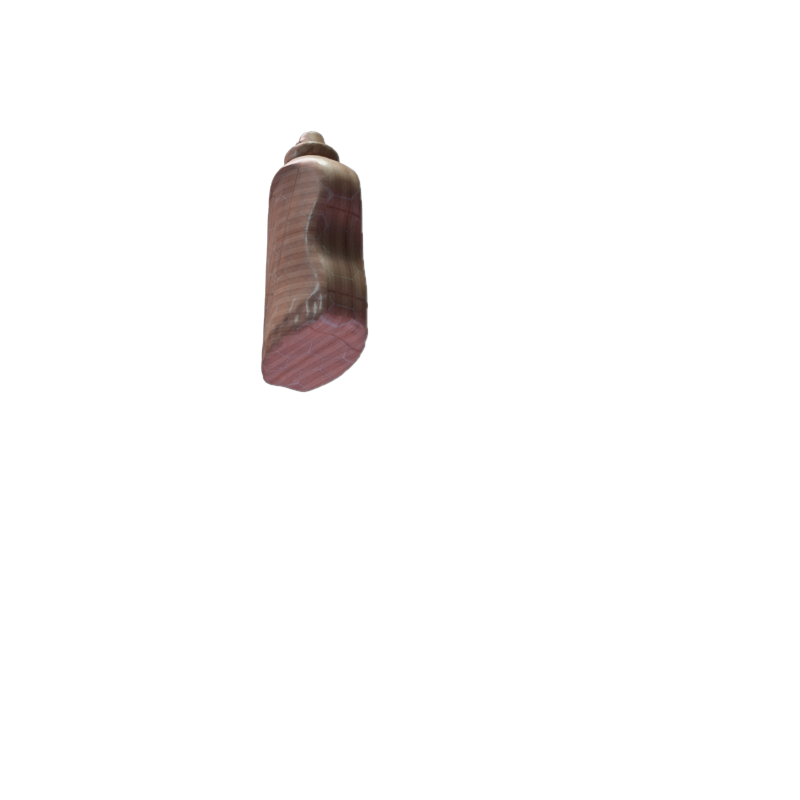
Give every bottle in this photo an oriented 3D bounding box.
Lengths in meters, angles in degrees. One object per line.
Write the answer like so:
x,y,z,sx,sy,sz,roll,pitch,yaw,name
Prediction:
-0.061,-0.110,0.768,0.056,0.205,0.093,14,-37,-24,bottle
